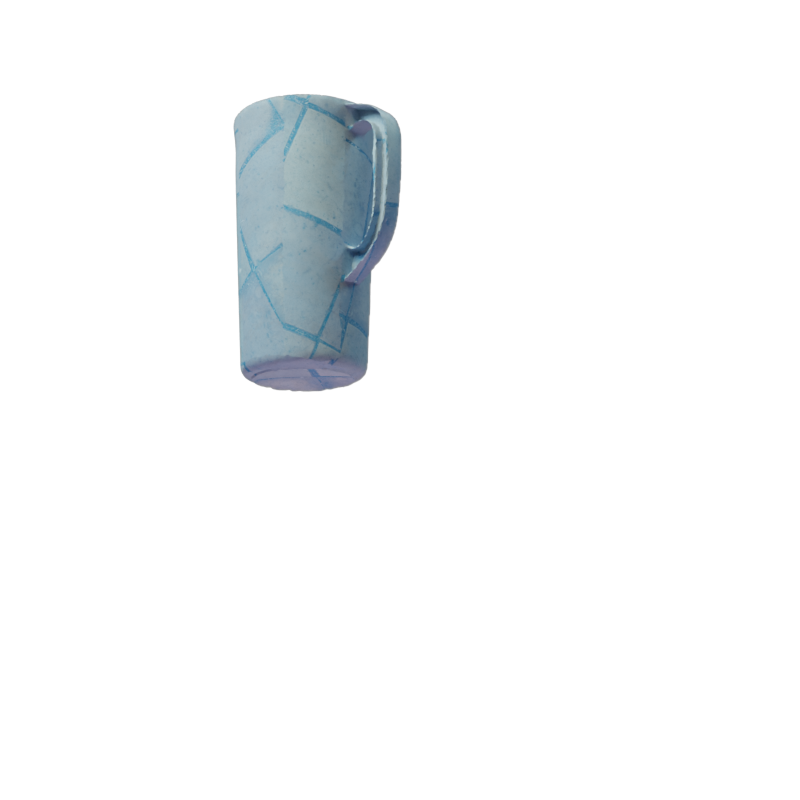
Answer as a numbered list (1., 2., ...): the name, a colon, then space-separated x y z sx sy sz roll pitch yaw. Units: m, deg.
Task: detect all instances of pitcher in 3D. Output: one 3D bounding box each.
1. pitcher: -0.076 -0.138 0.966 0.144 0.254 0.144 0 -17 -4
